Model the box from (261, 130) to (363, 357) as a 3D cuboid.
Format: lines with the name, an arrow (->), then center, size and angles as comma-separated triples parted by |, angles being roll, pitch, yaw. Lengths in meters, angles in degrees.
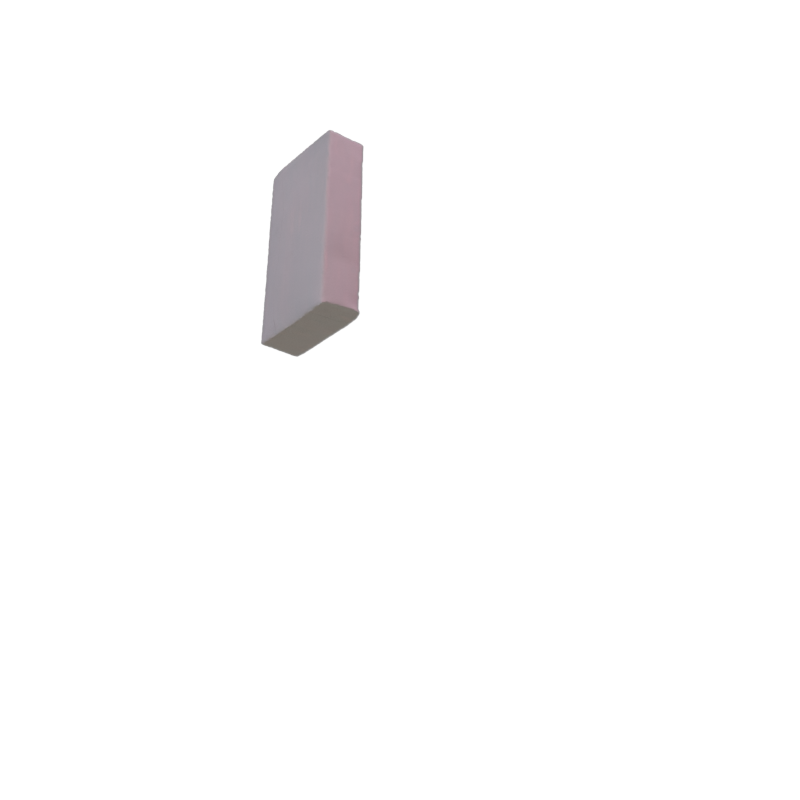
box -> -0.075, -0.137, 0.957 | 0.045, 0.188, 0.093 | 20, -36, -34
